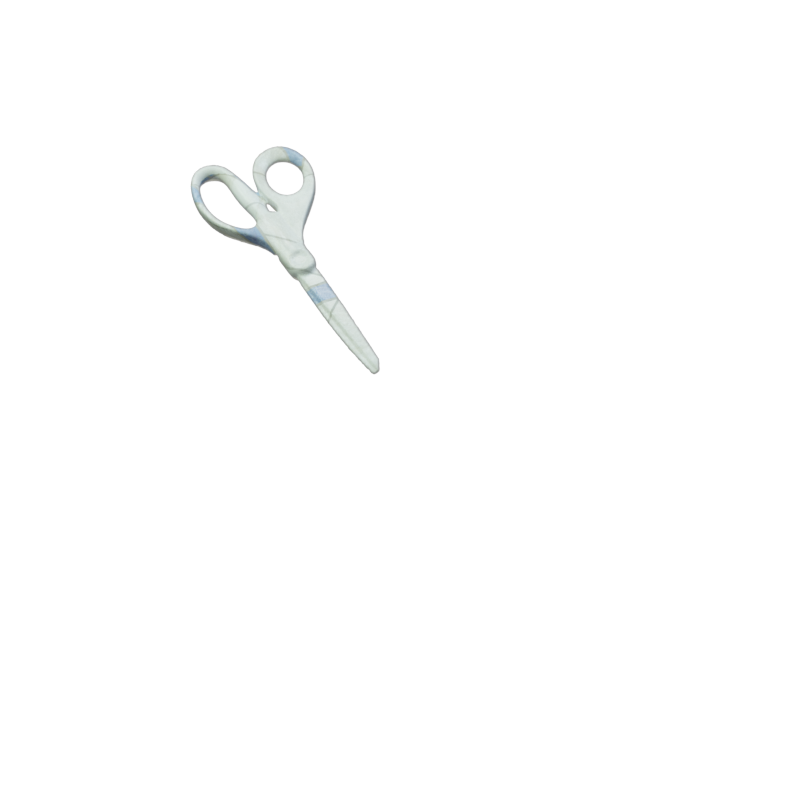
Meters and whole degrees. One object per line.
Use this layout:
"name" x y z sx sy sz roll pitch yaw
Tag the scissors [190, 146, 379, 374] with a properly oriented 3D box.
"scissors" -0.059 -0.108 0.760 0.213 0.097 0.015 39 -26 23
